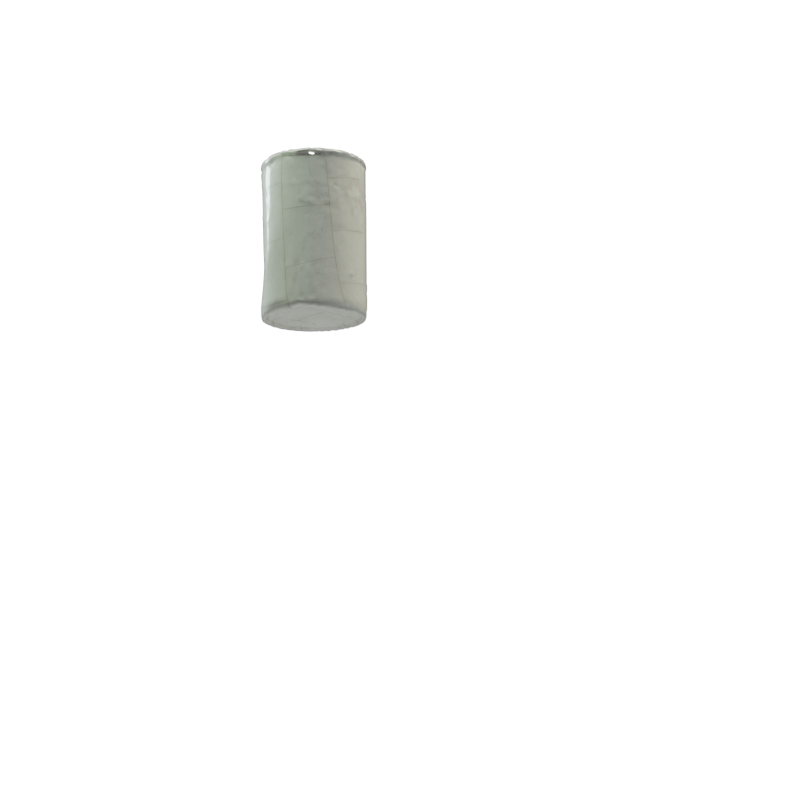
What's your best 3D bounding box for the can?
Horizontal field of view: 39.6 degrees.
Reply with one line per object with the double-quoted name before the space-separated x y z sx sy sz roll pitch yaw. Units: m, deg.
"can" -0.055 -0.100 0.701 0.068 0.106 0.066 0 -15 -2
